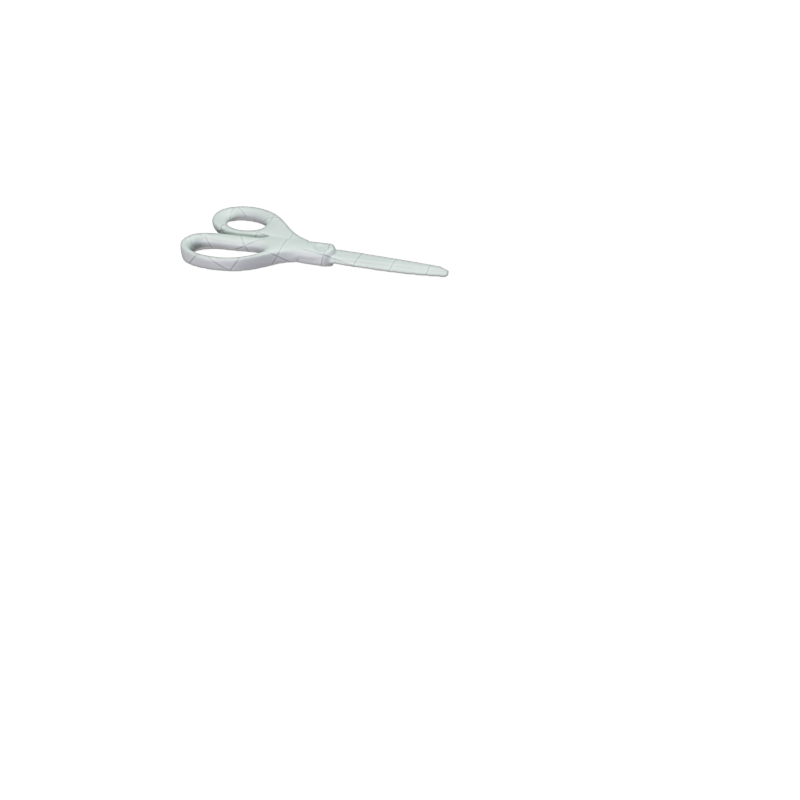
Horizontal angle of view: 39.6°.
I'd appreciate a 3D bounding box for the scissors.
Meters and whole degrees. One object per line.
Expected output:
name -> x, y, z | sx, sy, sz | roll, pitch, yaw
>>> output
scissors -> -0.067, -0.122, 0.857 | 0.202, 0.015, 0.102 | 1, 35, 1
